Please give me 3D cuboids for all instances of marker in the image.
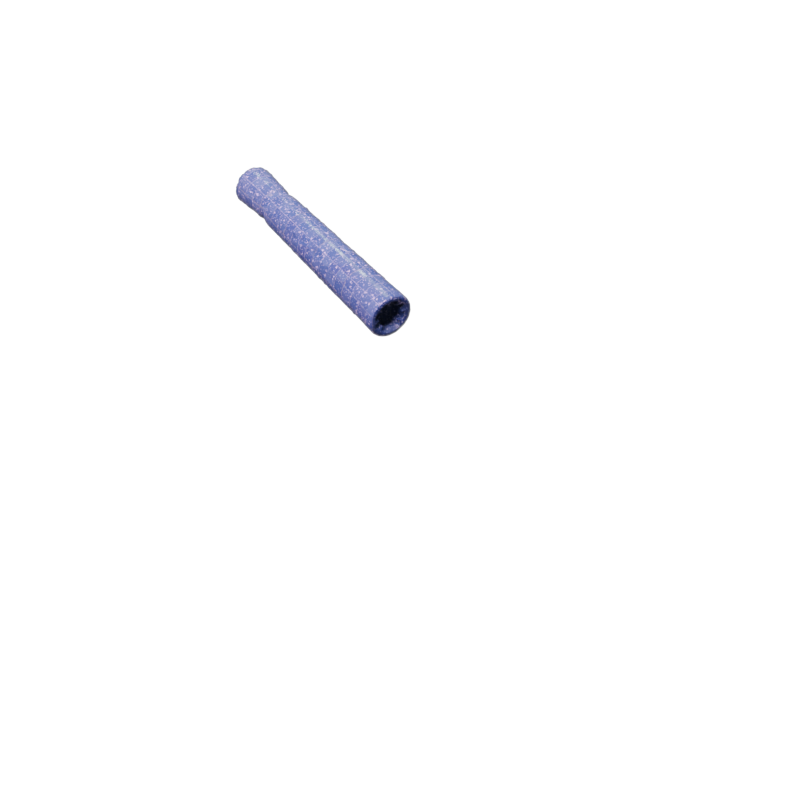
[{"bbox_3d":[-0.037,-0.067,0.471,0.019,0.019,0.131,-3,34,-36],"label":"marker"}]
